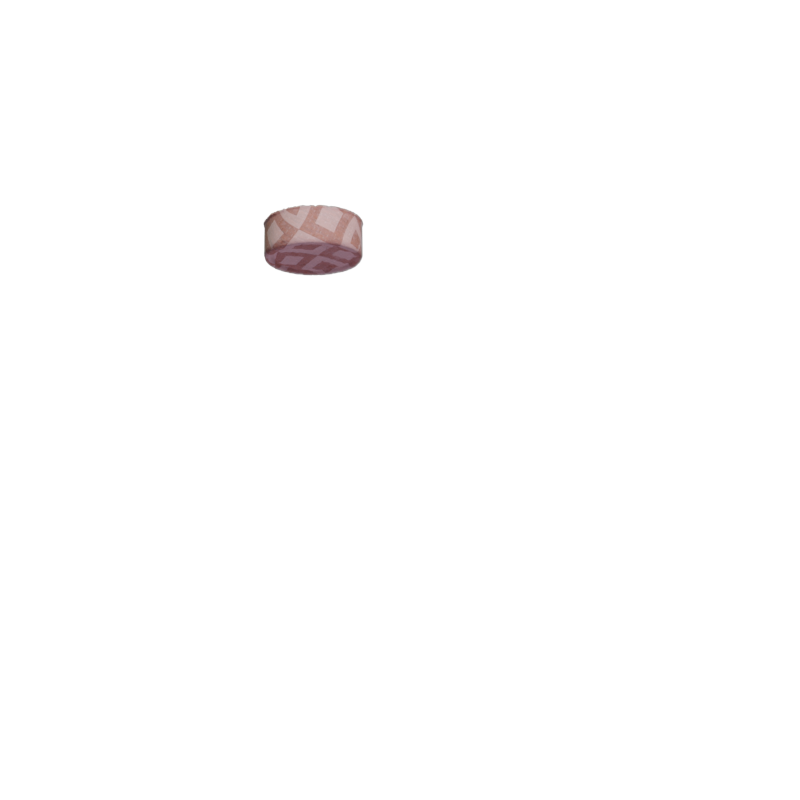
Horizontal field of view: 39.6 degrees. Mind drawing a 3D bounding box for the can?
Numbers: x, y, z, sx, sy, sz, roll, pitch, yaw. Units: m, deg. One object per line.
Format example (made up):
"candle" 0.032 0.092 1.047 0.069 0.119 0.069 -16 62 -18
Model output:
"can" -0.074 -0.136 0.951 0.086 0.035 0.083 0 -15 -2
